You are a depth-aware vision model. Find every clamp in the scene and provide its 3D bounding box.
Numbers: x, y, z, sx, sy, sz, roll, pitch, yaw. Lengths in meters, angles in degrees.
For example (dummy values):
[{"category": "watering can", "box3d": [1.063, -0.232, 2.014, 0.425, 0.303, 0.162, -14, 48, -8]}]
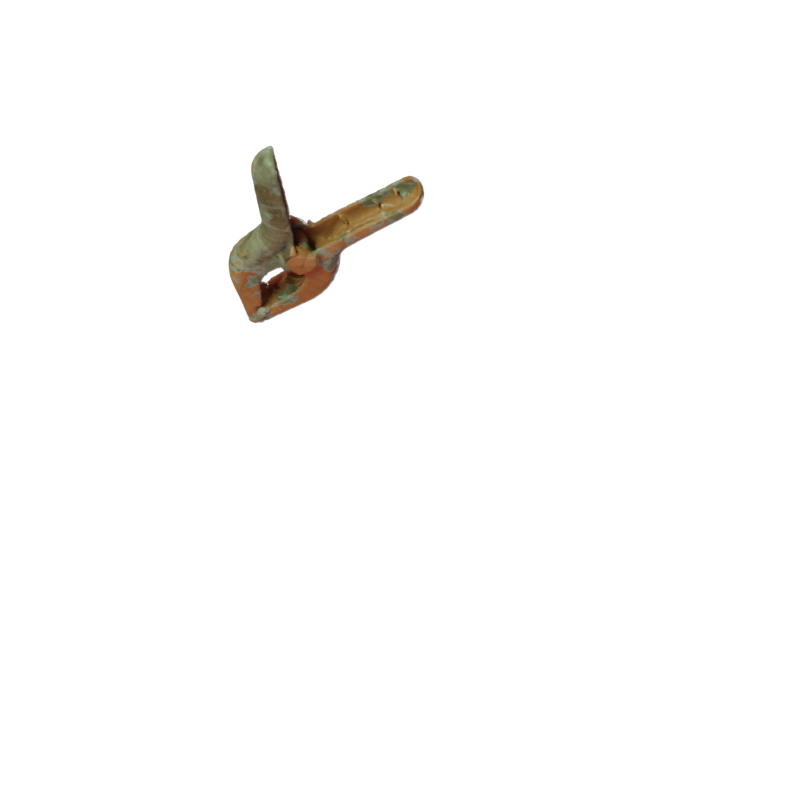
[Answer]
[{"category": "clamp", "box3d": [-0.060, -0.110, 0.771, 0.117, 0.042, 0.164, 9, -32, -16]}]
